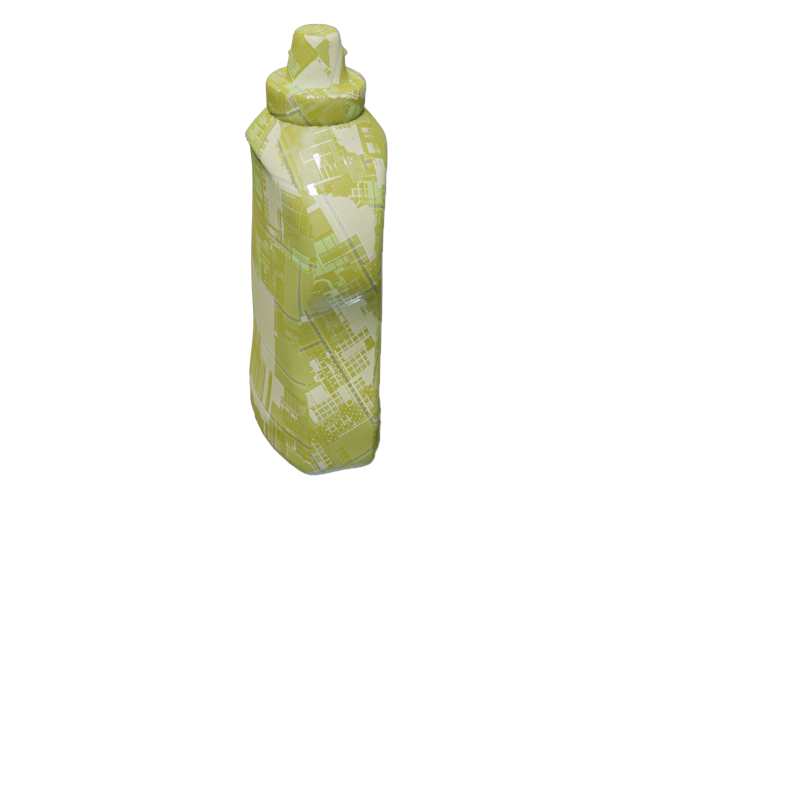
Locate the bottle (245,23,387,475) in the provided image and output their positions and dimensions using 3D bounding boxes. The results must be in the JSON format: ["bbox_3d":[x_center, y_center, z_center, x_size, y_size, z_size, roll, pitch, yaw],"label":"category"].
[{"bbox_3d":[-0.038,-0.069,0.485,0.057,0.180,0.103,-7,33,-15],"label":"bottle"}]
